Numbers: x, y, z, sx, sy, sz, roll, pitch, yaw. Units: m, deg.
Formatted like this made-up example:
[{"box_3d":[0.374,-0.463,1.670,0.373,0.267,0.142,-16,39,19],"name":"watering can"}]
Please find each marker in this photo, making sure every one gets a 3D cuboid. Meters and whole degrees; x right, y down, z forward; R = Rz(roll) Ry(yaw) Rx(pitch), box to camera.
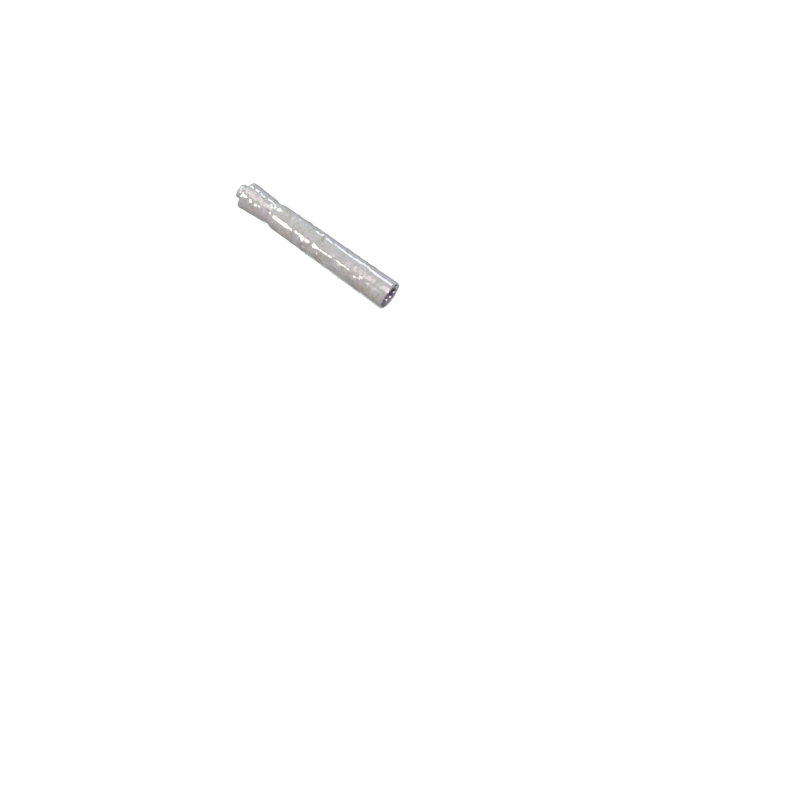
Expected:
[{"box_3d":[-0.054,-0.099,0.691,0.126,0.019,0.019,37,15,18],"name":"marker"}]
